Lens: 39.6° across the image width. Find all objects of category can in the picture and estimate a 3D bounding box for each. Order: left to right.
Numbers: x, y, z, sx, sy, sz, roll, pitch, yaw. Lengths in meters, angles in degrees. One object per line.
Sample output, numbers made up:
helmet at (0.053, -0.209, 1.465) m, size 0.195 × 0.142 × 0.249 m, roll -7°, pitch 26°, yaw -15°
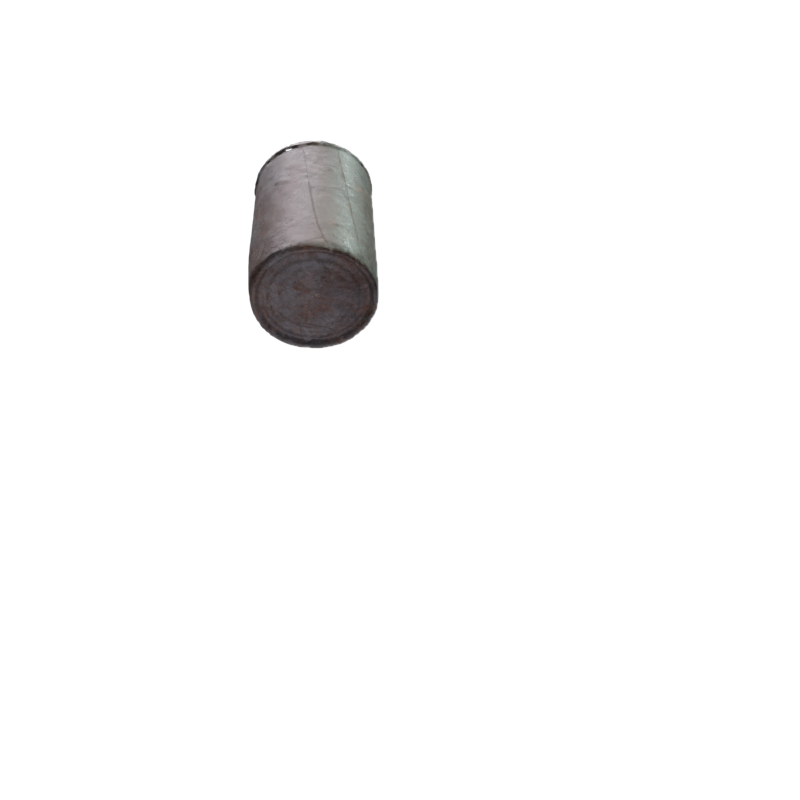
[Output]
can at (-0.047, -0.086, 0.600) m, size 0.068 × 0.064 × 0.110 m, roll -1°, pitch 40°, yaw -3°
